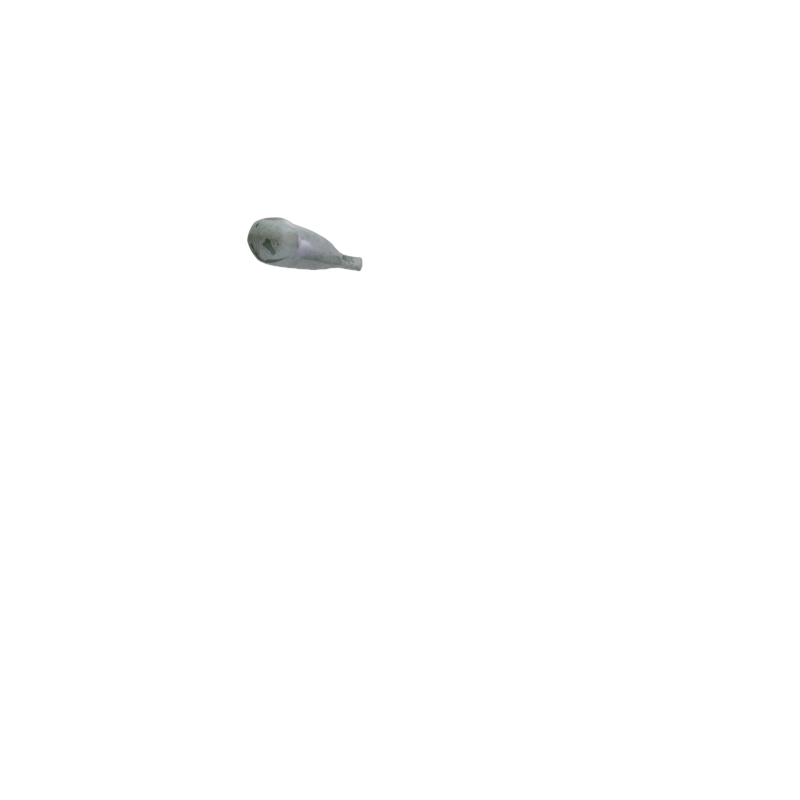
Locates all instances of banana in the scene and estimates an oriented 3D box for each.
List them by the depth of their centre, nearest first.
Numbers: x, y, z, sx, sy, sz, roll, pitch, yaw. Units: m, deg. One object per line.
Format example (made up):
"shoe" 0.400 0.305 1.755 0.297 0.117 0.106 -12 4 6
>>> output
"banana" -0.087 -0.127 0.896 0.071 0.037 0.193 0 3 14
